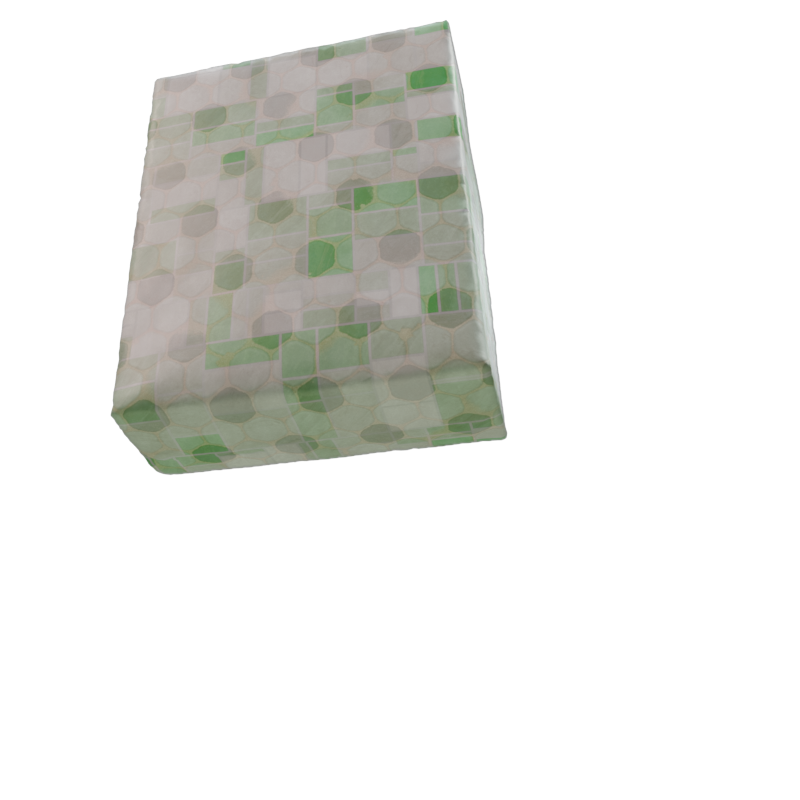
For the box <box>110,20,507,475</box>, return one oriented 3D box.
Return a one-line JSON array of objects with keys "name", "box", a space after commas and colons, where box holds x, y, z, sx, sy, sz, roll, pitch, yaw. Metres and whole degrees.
[{"name": "box", "box": [-0.043, -0.078, 0.543, 0.166, 0.229, 0.066, -9, -37, 9]}]
